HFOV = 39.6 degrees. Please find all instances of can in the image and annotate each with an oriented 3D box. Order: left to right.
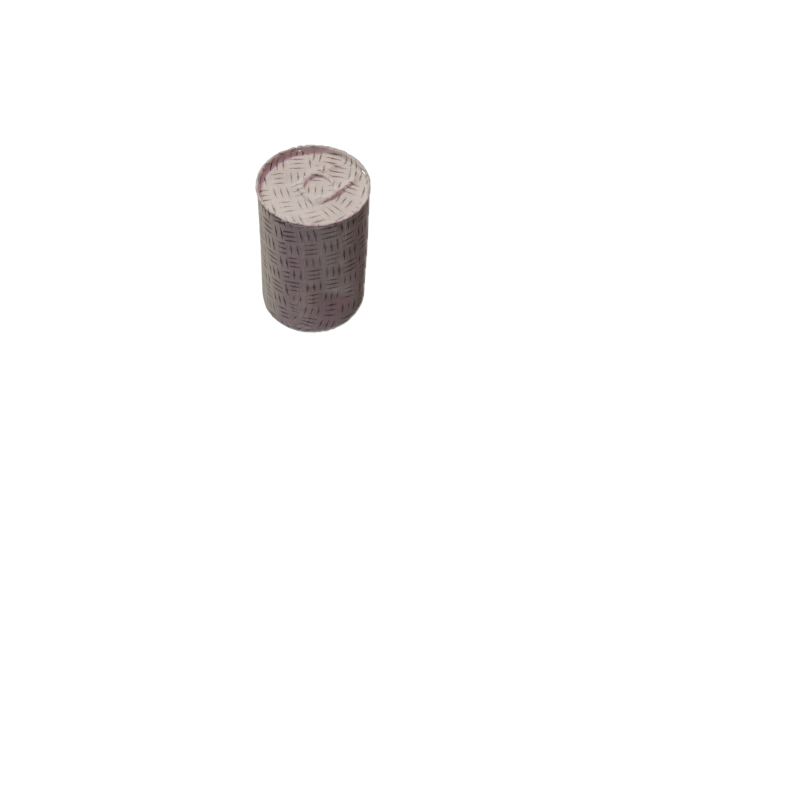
[{"bbox_3d":[-0.054,-0.098,0.688,0.068,0.073,0.095,0,-38,-3],"label":"can"}]
